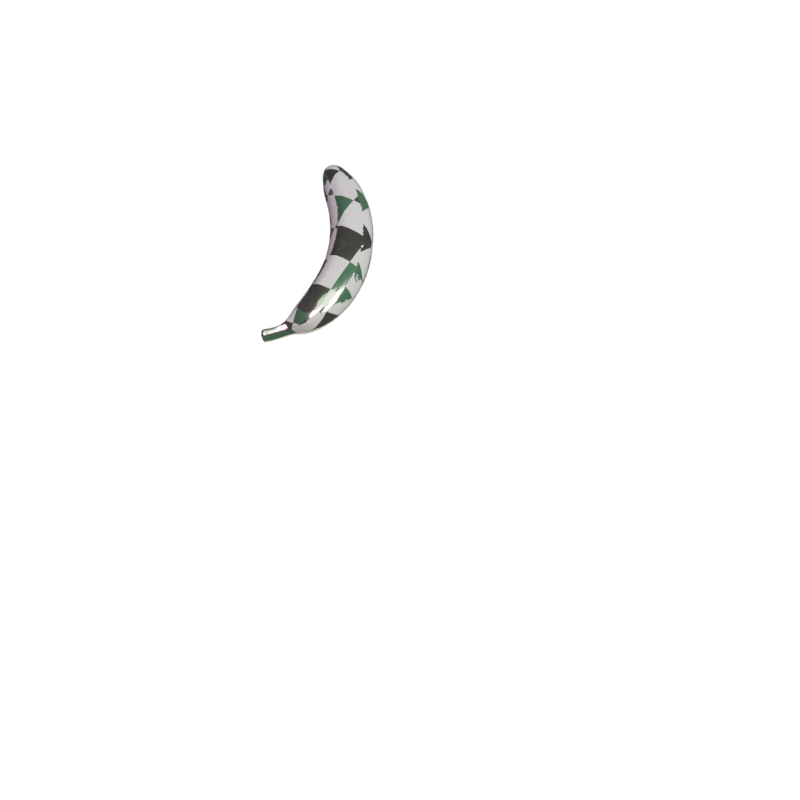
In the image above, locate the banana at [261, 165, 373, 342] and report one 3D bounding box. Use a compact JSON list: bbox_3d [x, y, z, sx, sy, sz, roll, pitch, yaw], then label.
[{"bbox_3d":[-0.057,-0.128,0.944,0.071,0.208,0.034,11,-36,8],"label":"banana"}]
